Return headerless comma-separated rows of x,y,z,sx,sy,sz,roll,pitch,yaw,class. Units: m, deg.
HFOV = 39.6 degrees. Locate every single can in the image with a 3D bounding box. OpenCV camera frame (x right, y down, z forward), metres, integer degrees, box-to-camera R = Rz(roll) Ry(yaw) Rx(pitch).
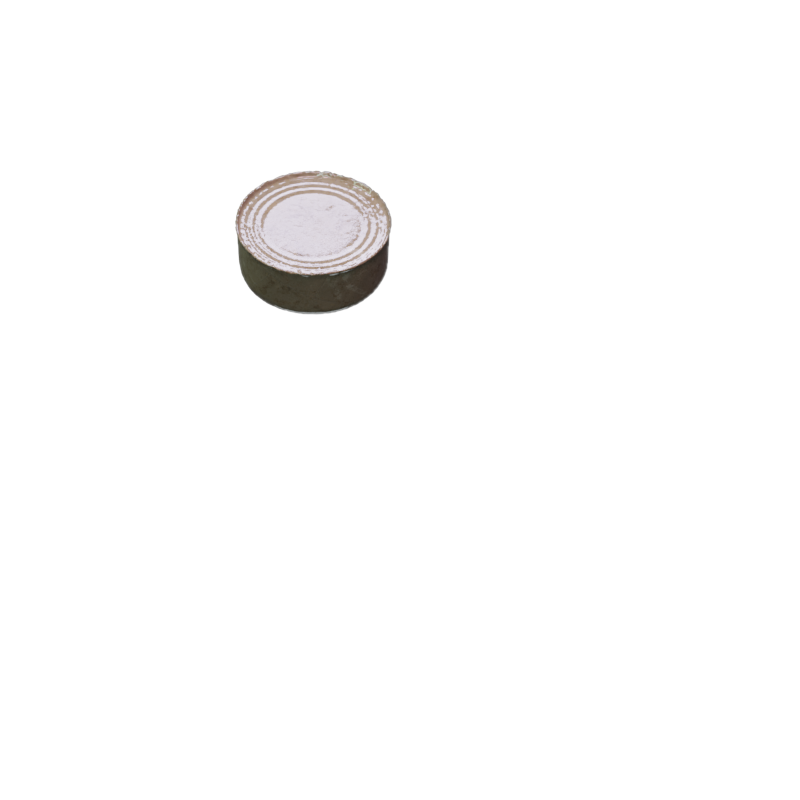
-0.048,-0.088,0.618,0.086,0.092,0.031,-1,-43,-1,can
